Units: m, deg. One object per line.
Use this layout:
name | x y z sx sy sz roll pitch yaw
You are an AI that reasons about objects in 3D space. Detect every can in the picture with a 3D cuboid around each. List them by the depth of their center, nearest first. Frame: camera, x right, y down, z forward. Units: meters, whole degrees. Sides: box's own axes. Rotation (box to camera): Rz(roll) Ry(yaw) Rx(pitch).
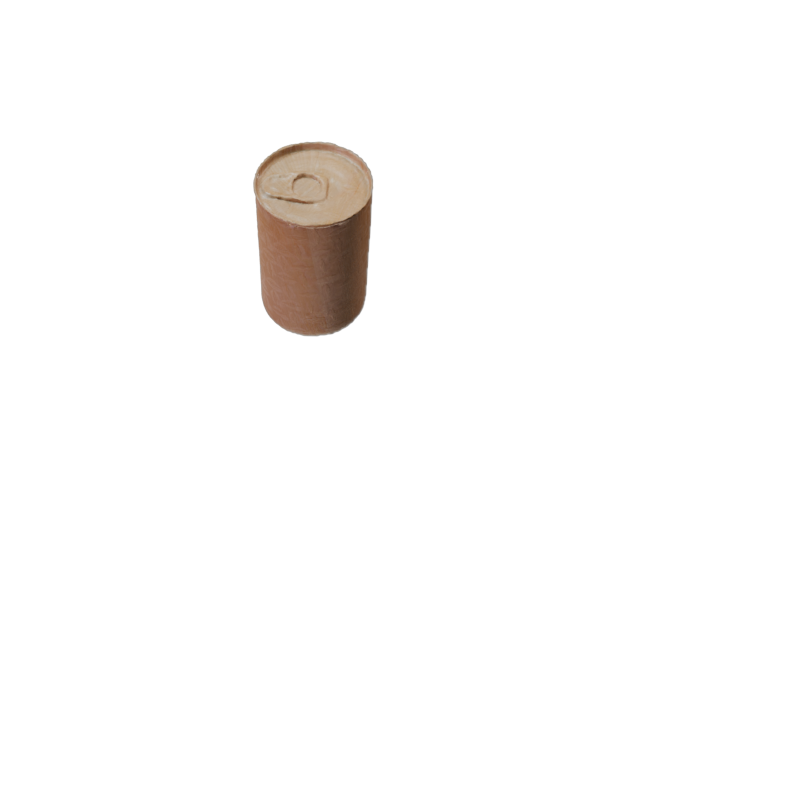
can | -0.052 -0.094 0.662 0.068 0.073 0.095 0 -38 -3
